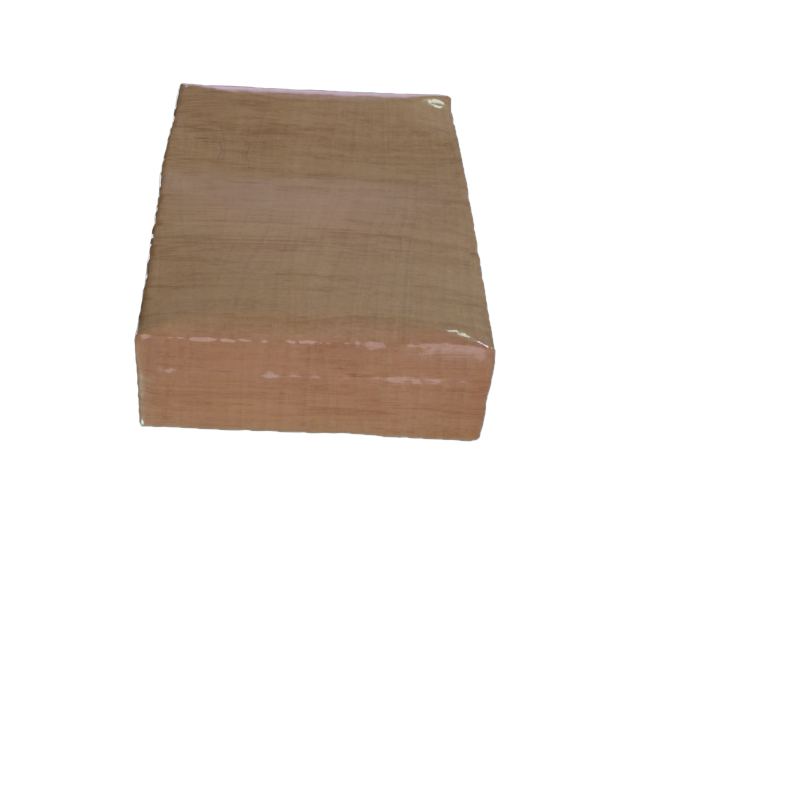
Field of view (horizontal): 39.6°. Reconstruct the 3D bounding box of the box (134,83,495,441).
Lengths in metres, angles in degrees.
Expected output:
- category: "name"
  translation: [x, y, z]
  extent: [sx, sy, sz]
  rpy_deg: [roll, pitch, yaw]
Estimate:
- category: "box"
  translation: [-0.046, -0.083, 0.584]
  extent: [0.163, 0.067, 0.230]
  rpy_deg: [1, 44, -4]
